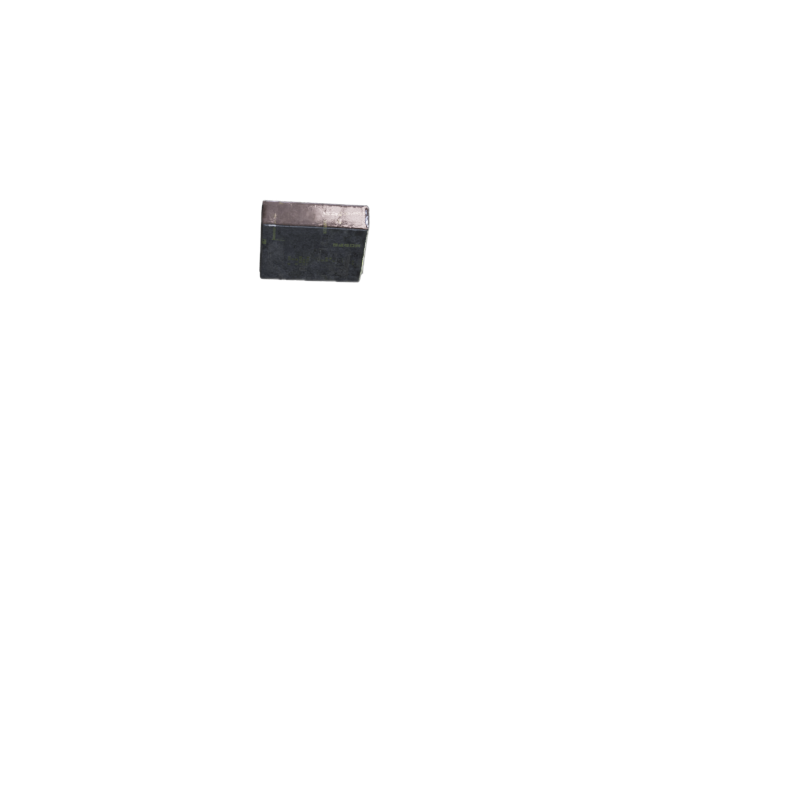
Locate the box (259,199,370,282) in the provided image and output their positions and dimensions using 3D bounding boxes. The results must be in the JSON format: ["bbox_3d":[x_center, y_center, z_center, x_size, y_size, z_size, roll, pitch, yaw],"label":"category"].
[{"bbox_3d":[-0.072,-0.132,0.928,0.089,0.032,0.069,2,-35,-4],"label":"box"}]
